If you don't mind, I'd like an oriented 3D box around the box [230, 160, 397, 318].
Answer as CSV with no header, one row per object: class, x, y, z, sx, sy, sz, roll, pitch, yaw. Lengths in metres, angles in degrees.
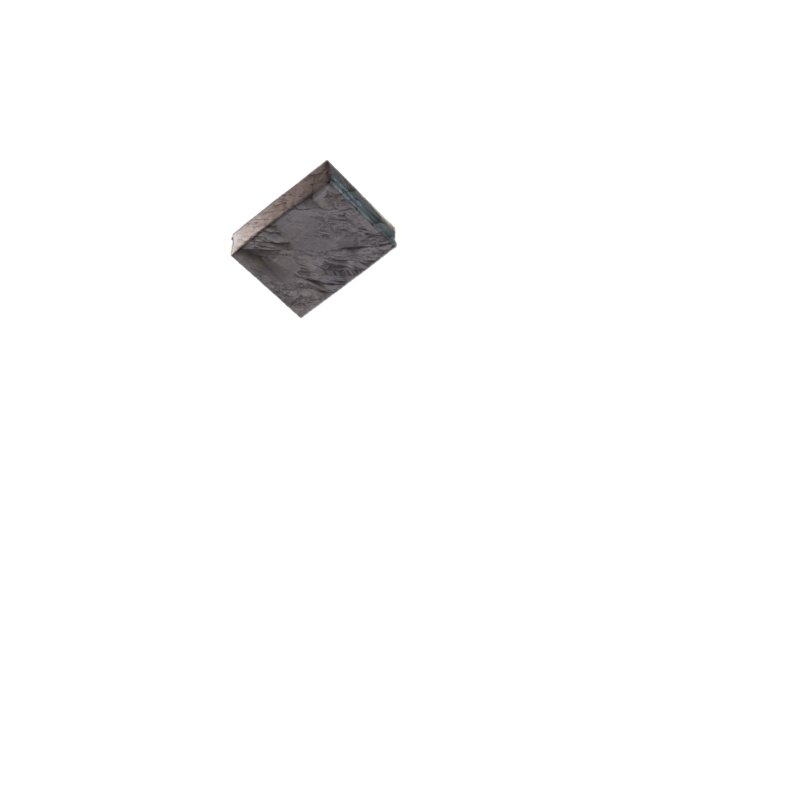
box,-0.073,-0.134,0.937,0.113,0.084,0.042,-34,30,22
